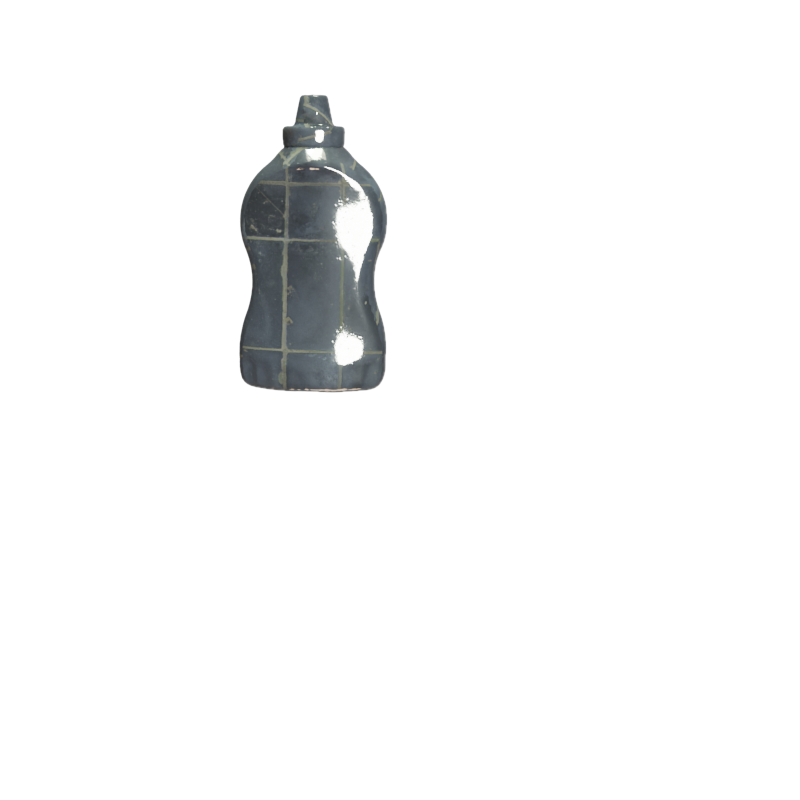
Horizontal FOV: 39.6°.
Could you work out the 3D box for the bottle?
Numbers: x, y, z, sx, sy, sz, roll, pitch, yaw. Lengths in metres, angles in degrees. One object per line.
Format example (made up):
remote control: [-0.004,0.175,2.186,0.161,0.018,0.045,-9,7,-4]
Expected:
bottle: [-0.057,-0.105,0.732,0.097,0.189,0.058,1,6,8]
